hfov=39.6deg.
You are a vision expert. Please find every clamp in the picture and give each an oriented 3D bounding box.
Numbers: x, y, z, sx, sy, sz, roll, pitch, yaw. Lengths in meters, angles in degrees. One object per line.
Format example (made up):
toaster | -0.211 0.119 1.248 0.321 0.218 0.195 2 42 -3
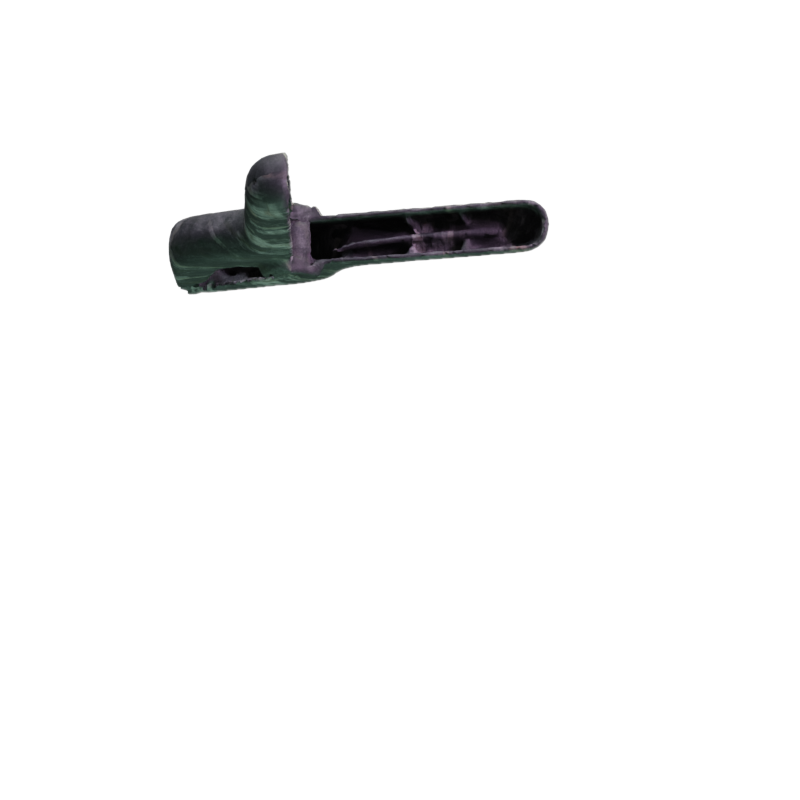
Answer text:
clamp | -0.044 -0.080 0.557 0.158 0.037 0.214 3 -5 -33
